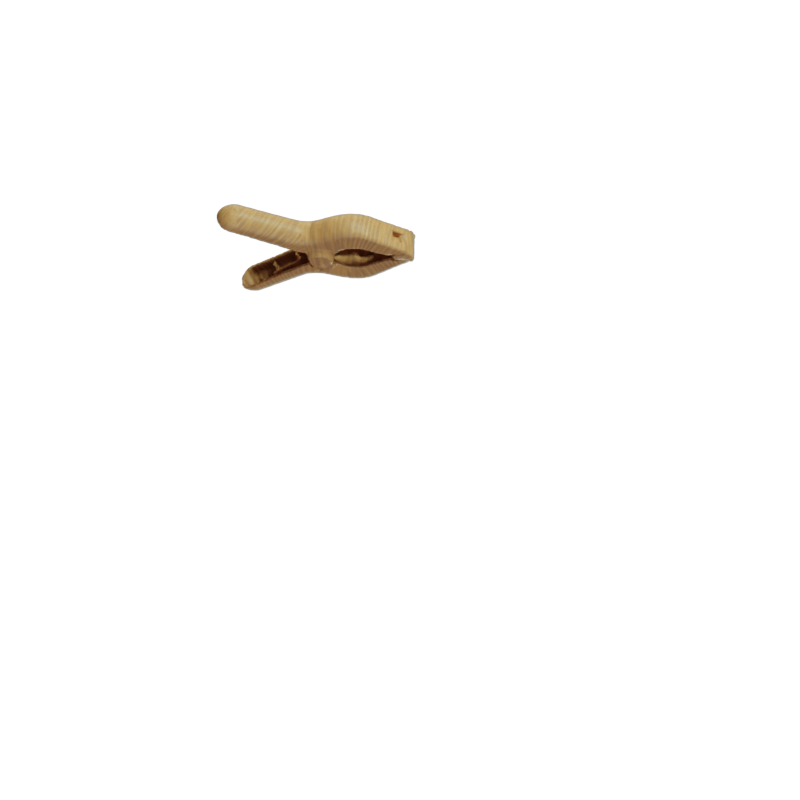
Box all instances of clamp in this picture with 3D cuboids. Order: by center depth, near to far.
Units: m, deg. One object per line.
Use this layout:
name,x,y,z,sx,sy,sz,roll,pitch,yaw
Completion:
clamp,-0.076,-0.139,0.972,0.174,0.041,0.112,-6,-22,14
